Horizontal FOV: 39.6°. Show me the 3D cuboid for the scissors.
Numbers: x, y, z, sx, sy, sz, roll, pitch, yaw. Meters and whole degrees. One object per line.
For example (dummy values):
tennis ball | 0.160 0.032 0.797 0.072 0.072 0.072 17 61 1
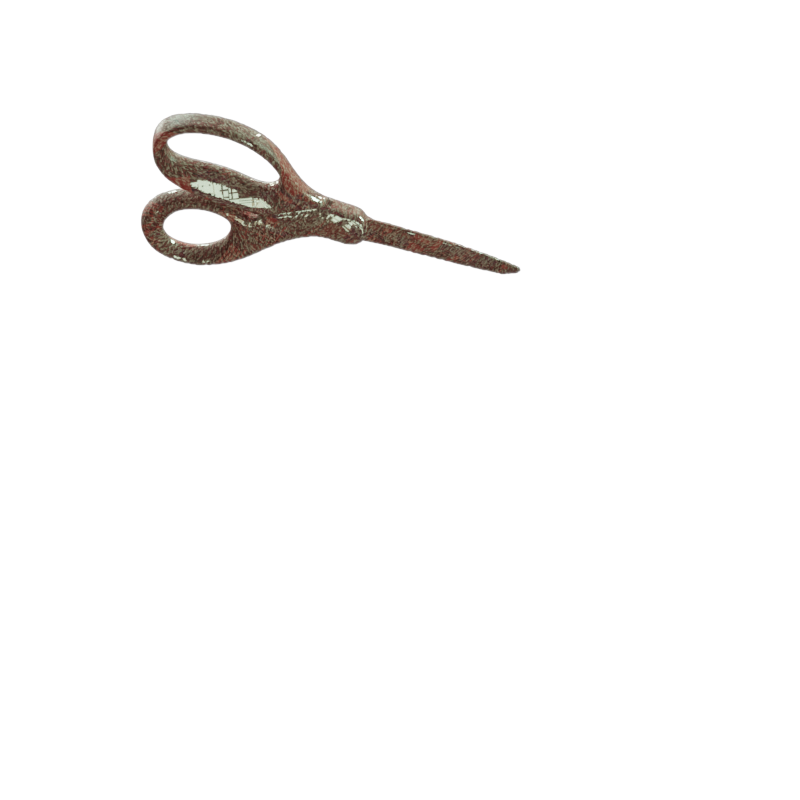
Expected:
scissors | -0.045 -0.081 0.569 0.192 0.017 0.094 26 -50 -25
